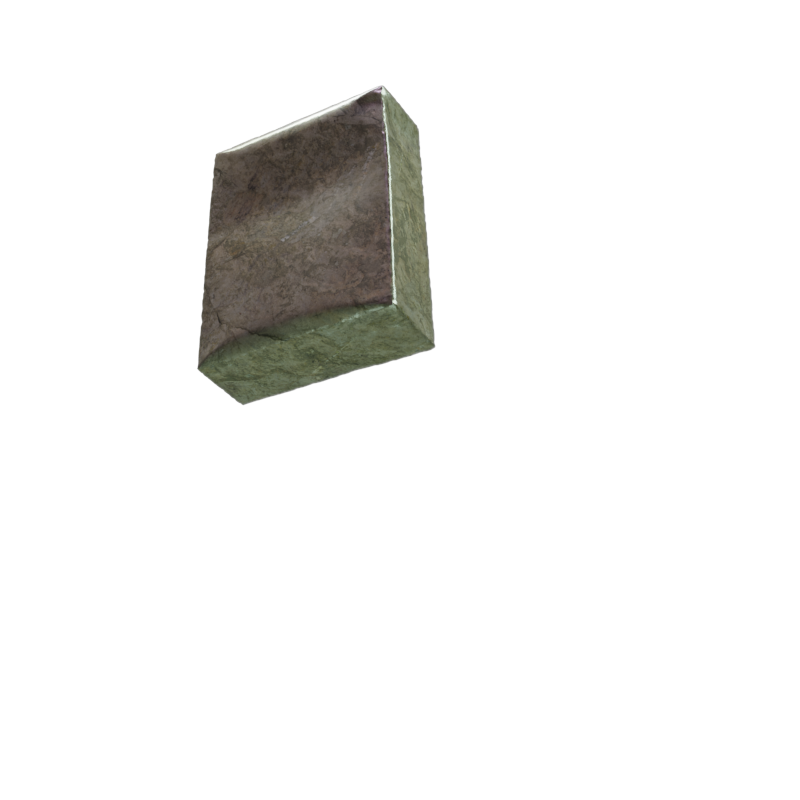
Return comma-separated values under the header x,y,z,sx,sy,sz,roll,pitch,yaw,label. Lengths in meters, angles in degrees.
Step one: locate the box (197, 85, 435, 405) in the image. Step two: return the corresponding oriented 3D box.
x,y,z,sx,sy,sz,roll,pitch,yaw,label
-0.066,-0.121,0.849,0.166,0.229,0.066,-18,-37,22,box
